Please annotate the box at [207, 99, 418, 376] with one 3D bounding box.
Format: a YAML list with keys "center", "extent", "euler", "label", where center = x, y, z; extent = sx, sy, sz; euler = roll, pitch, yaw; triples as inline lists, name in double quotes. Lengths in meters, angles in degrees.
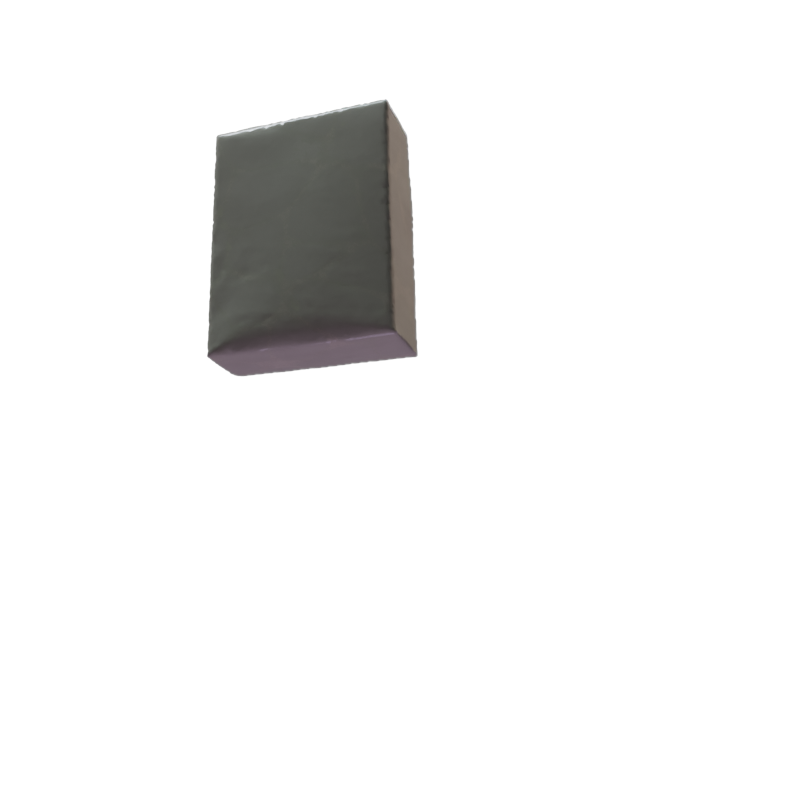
- center: [-0.074, -0.135, 0.947]
  extent: [0.167, 0.226, 0.067]
  euler: [-9, -25, 17]
  label: "box"
